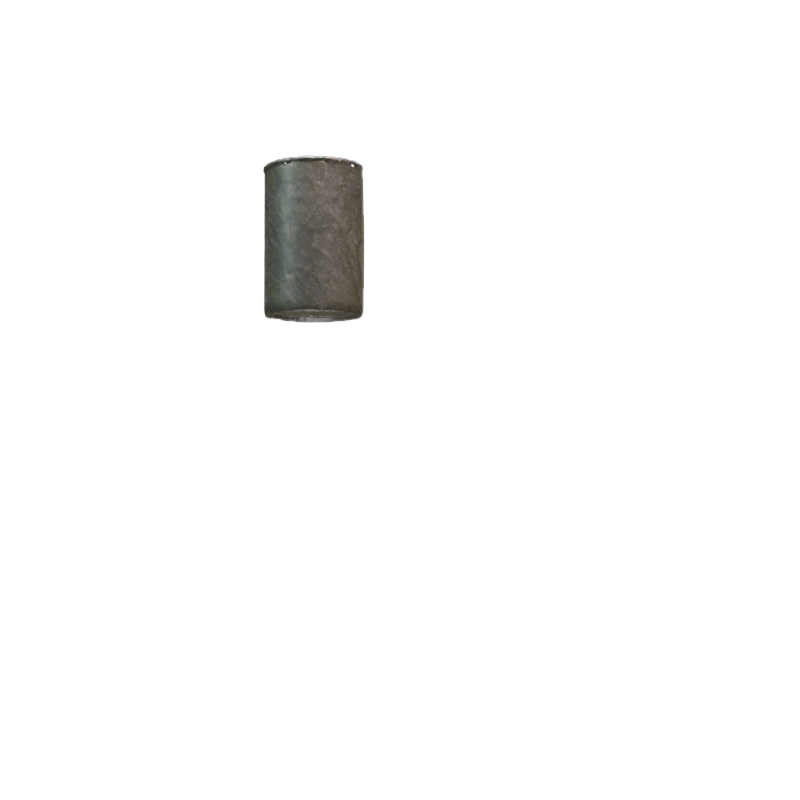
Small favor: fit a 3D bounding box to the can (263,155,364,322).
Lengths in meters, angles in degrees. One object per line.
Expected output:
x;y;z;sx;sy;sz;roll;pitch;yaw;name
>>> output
-0.058;-0.106;0.744;0.068;0.105;0.067;0;-8;-2;can
